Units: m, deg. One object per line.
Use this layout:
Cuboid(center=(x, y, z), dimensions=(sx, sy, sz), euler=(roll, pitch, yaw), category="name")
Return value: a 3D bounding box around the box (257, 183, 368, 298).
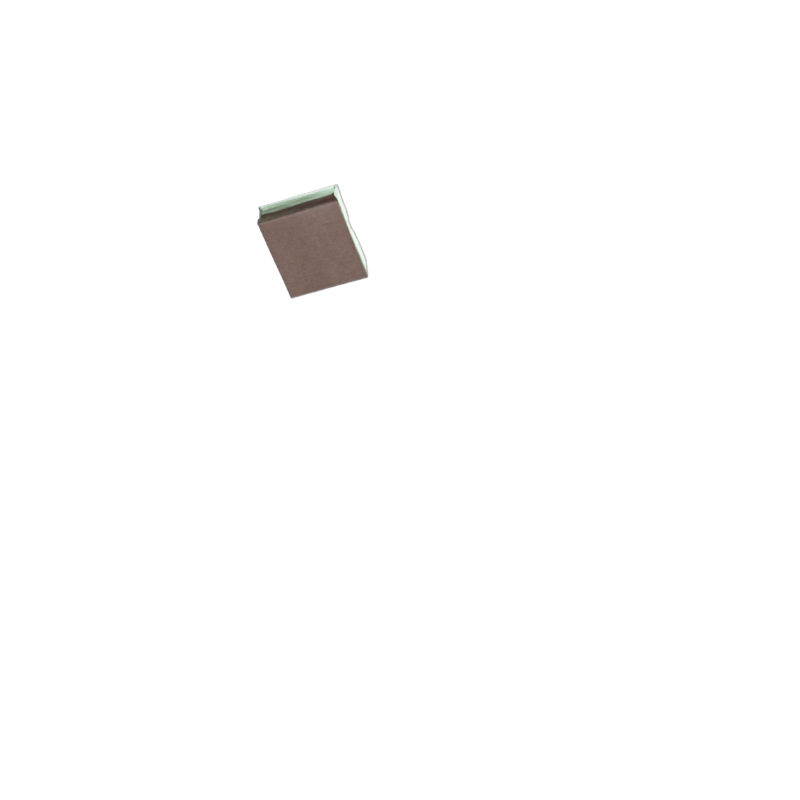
Cuboid(center=(-0.076, -0.138, 0.965), dimensions=(0.073, 0.083, 0.032), euler=(-15, 36, 10), category="box")
